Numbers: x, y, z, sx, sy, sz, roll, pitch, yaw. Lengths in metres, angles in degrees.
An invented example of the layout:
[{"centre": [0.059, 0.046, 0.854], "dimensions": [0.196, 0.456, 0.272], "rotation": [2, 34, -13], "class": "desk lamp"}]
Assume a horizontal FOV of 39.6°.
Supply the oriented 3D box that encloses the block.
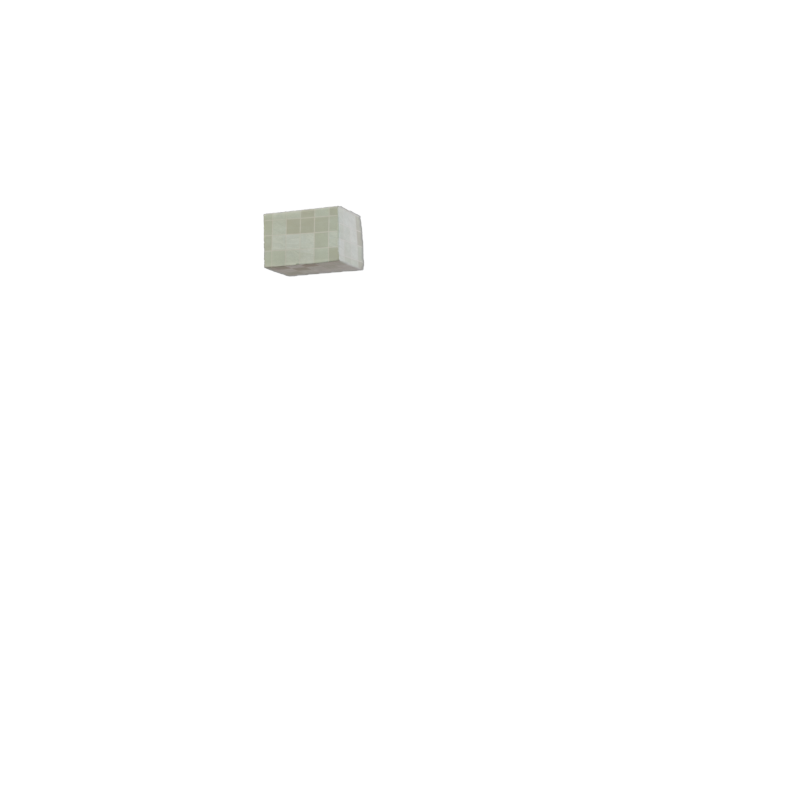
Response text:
[{"centre": [-0.078, -0.143, 0.999], "dimensions": [0.080, 0.052, 0.050], "rotation": [-3, -8, 23], "class": "block"}]
